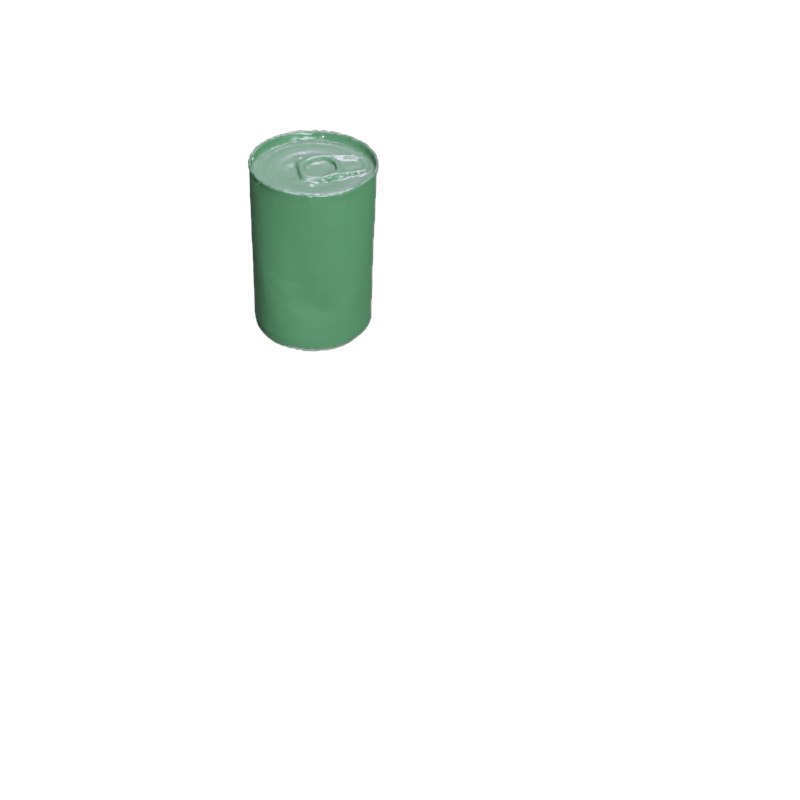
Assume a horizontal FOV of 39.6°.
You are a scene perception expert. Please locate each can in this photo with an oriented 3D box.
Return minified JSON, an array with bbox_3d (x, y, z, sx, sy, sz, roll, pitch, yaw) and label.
[{"bbox_3d":[-0.047,-0.086,0.602,0.068,0.096,0.073,0,37,-3],"label":"can"}]
